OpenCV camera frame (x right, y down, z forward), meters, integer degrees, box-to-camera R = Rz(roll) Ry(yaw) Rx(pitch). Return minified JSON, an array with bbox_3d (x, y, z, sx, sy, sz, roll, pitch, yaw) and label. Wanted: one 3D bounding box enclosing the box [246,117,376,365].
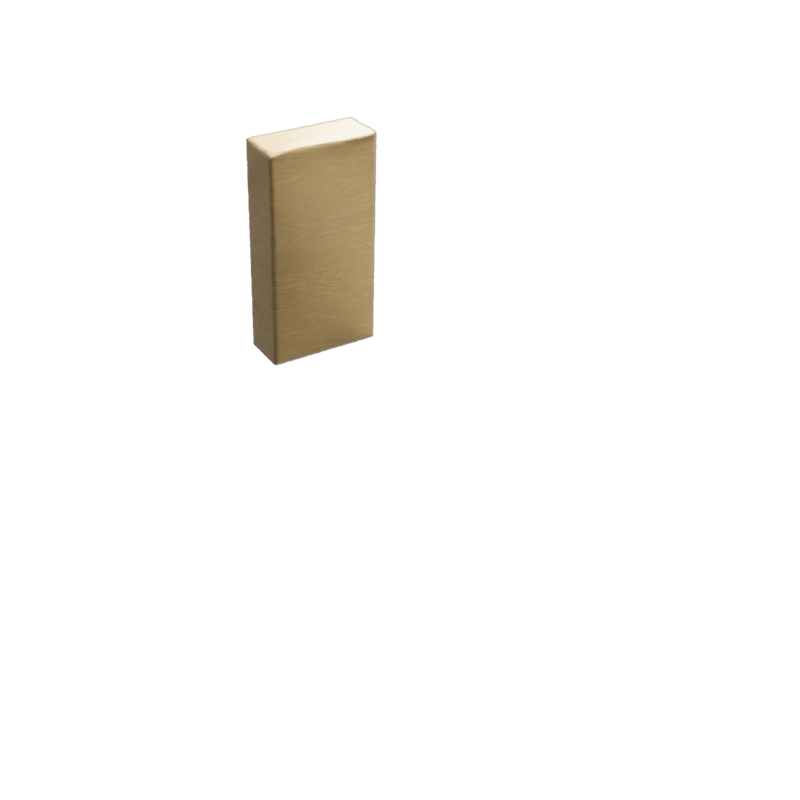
[{"bbox_3d":[-0.066,-0.121,0.848,0.092,0.166,0.052,-16,35,-28],"label":"box"}]
